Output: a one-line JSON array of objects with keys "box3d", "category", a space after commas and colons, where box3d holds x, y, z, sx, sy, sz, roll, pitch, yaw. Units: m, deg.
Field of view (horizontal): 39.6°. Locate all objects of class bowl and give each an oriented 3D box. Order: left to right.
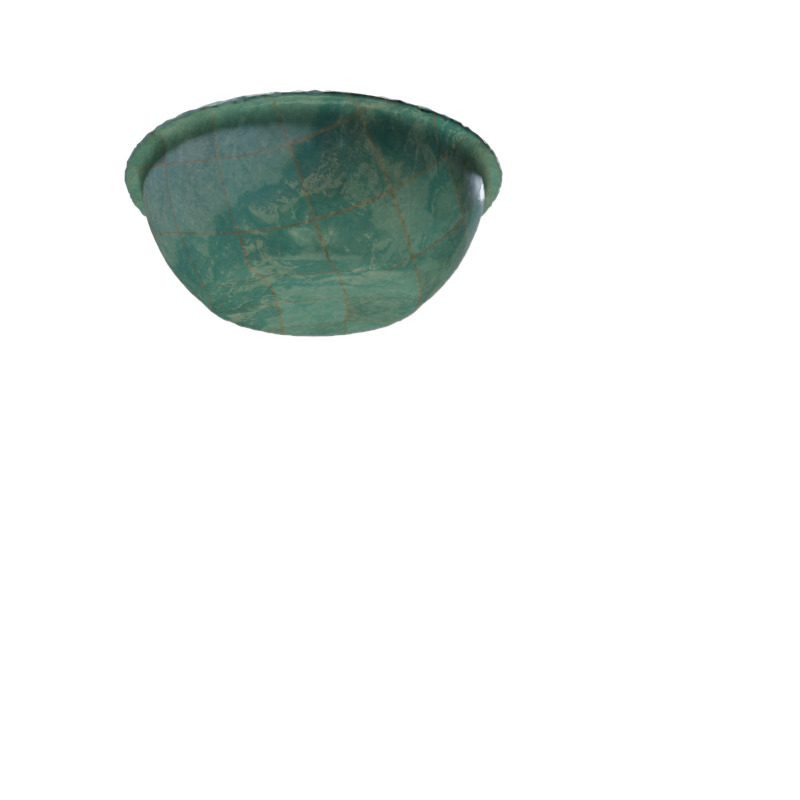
[{"box3d": [-0.037, -0.067, 0.469, 0.162, 0.058, 0.155, 0, -17, -2], "category": "bowl"}]
